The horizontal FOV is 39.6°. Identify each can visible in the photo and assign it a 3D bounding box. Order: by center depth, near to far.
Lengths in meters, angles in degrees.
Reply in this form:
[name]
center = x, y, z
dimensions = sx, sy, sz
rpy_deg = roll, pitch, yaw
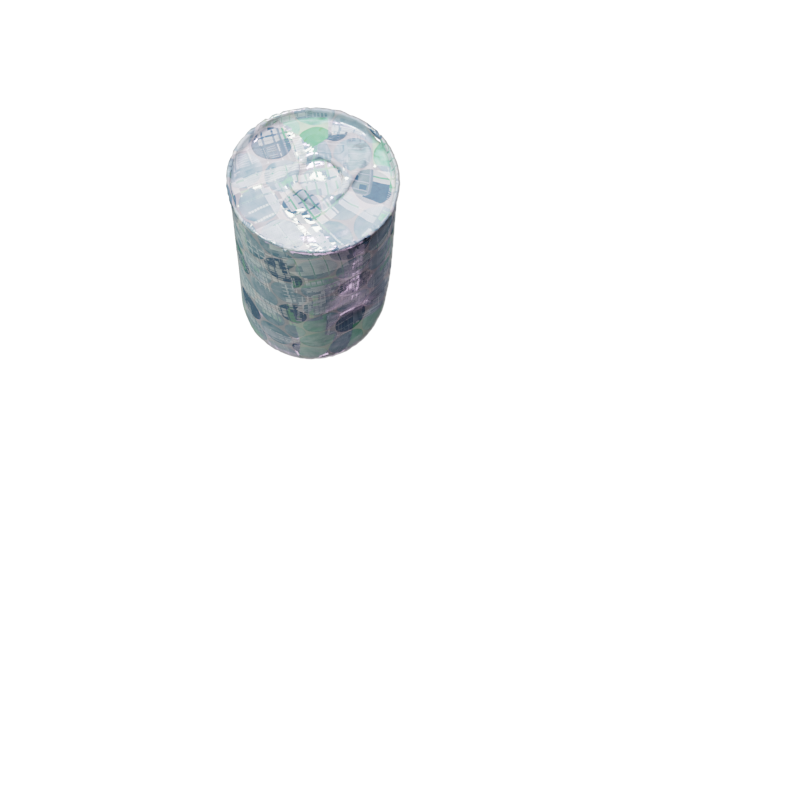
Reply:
[can]
center = -0.037, -0.068, 0.475
dimensions = 0.068, 0.073, 0.097
rpy_deg = 0, -25, -3
